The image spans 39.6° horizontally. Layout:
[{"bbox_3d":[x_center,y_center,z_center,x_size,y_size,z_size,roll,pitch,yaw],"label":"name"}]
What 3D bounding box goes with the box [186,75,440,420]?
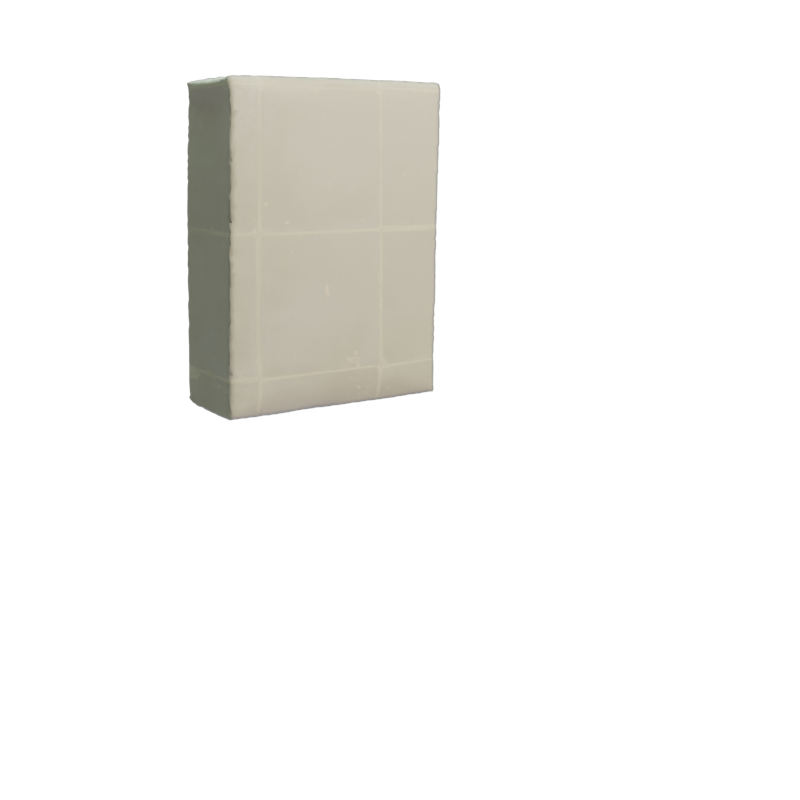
[{"bbox_3d":[-0.058,-0.106,0.741,0.159,0.211,0.075,-5,8,-34],"label":"box"}]
